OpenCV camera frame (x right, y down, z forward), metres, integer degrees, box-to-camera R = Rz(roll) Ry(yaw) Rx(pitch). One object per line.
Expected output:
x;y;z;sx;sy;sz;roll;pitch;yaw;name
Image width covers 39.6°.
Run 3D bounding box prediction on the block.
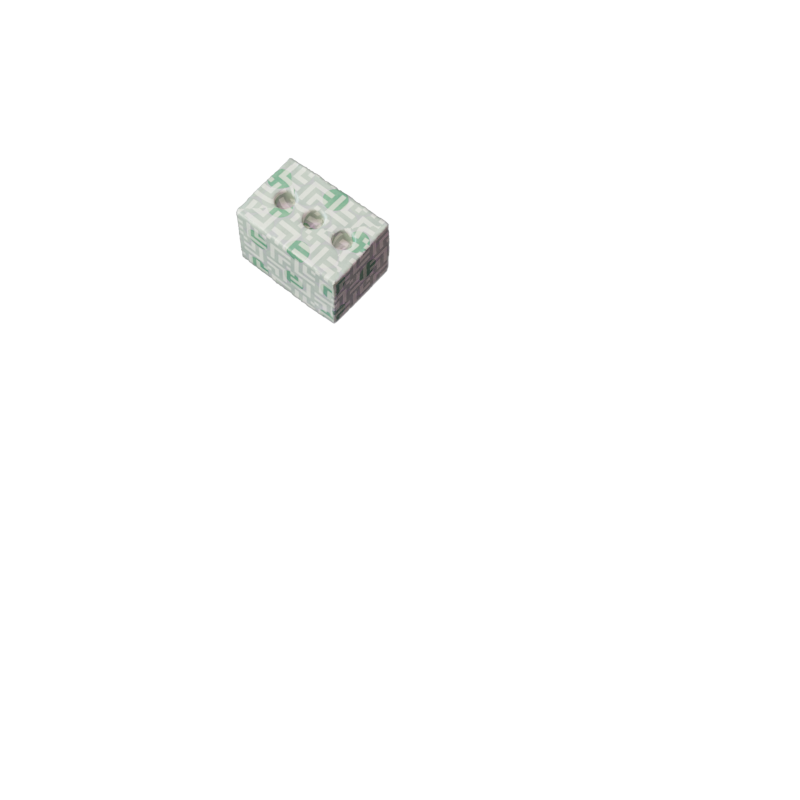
-0.052;-0.095;0.664;0.081;0.054;0.048;35;-24;17;block
